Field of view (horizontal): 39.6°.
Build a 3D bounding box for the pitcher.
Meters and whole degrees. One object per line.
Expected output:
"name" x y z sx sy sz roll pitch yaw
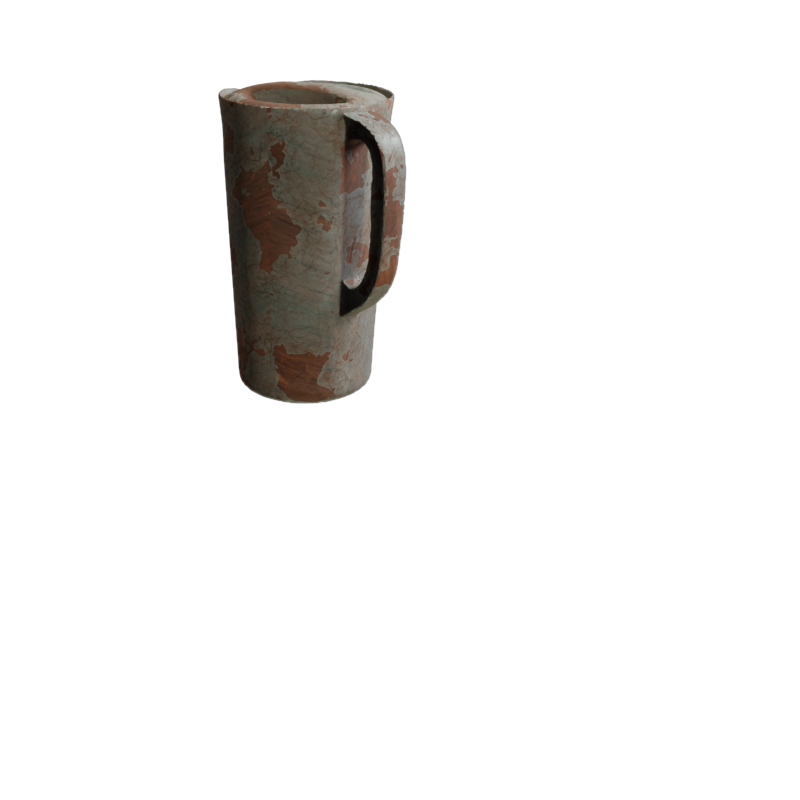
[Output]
"pitcher" -0.067 -0.123 0.859 0.146 0.233 0.154 2 19 4
